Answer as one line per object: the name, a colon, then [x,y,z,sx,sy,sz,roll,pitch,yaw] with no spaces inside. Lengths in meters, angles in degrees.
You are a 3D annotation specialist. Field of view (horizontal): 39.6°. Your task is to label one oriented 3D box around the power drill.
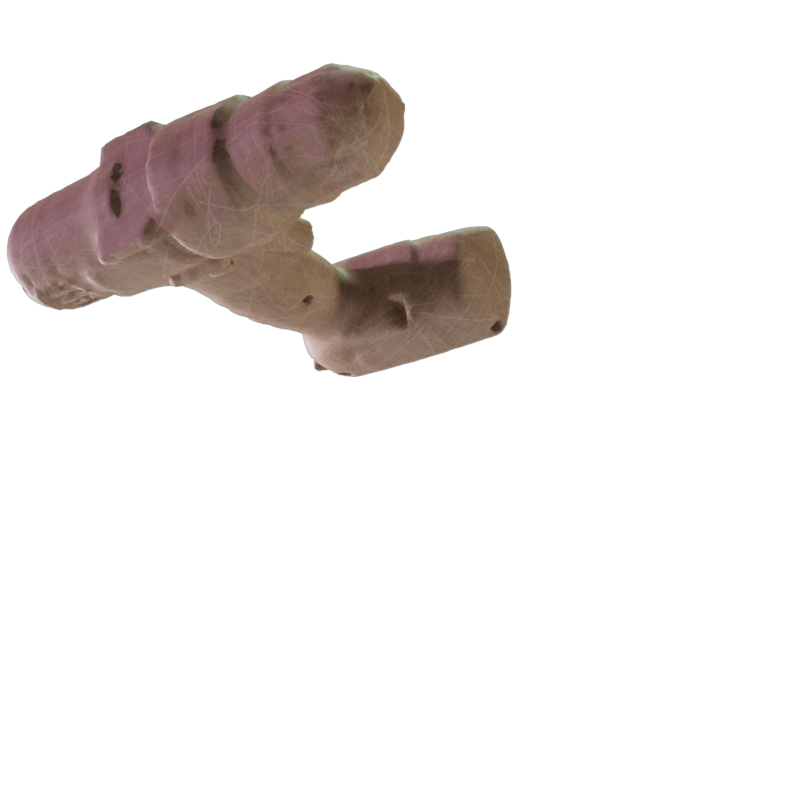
power drill: [-0.035,-0.064,0.449,0.188,0.060,0.176,-13,-21,37]
